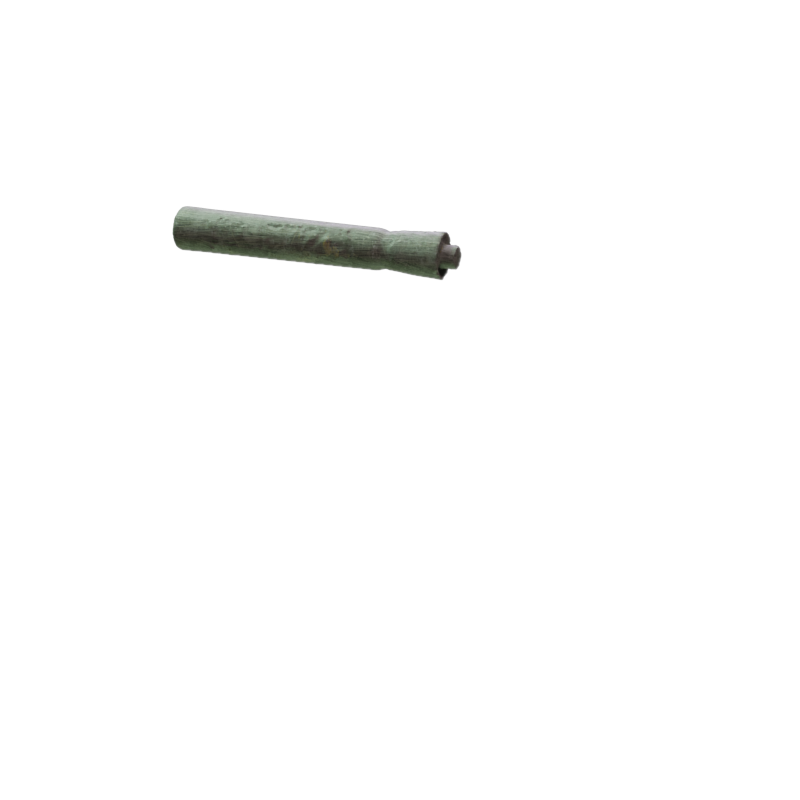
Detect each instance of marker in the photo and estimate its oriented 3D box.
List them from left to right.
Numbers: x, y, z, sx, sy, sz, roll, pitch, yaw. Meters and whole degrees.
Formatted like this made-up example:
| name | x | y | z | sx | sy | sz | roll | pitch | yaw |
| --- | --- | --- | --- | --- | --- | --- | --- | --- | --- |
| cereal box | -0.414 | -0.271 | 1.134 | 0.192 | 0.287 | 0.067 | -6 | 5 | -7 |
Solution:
| name | x | y | z | sx | sy | sz | roll | pitch | yaw |
| --- | --- | --- | --- | --- | --- | --- | --- | --- | --- |
| marker | -0.035 | -0.064 | 0.448 | 0.125 | 0.020 | 0.019 | 9 | 7 | 22 |
